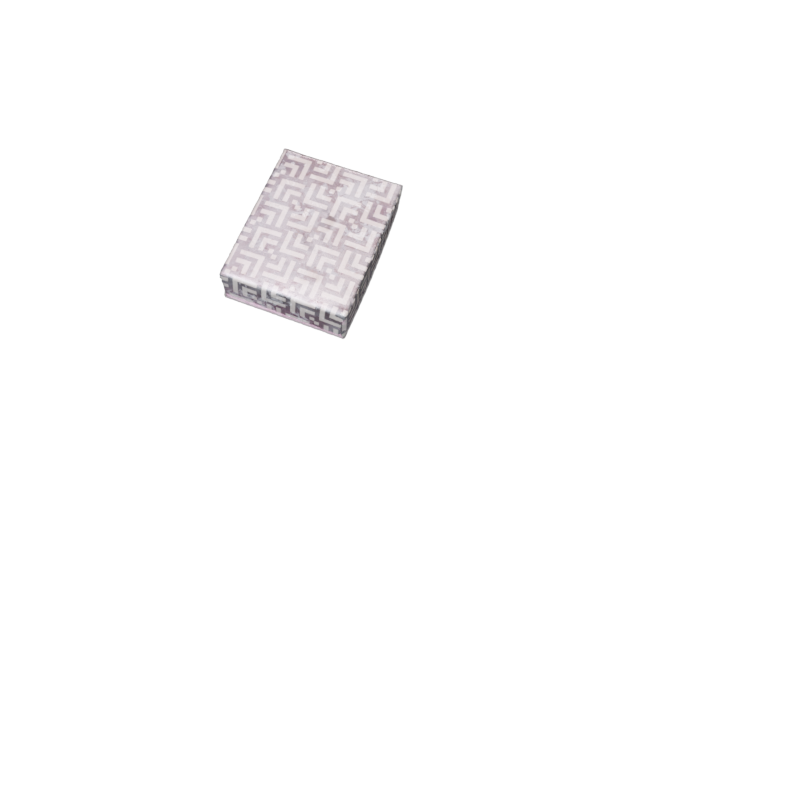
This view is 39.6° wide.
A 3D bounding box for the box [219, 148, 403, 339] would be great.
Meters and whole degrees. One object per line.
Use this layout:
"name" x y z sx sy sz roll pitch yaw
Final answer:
"box" -0.059 -0.108 0.754 0.092 0.118 0.036 18 -29 10
